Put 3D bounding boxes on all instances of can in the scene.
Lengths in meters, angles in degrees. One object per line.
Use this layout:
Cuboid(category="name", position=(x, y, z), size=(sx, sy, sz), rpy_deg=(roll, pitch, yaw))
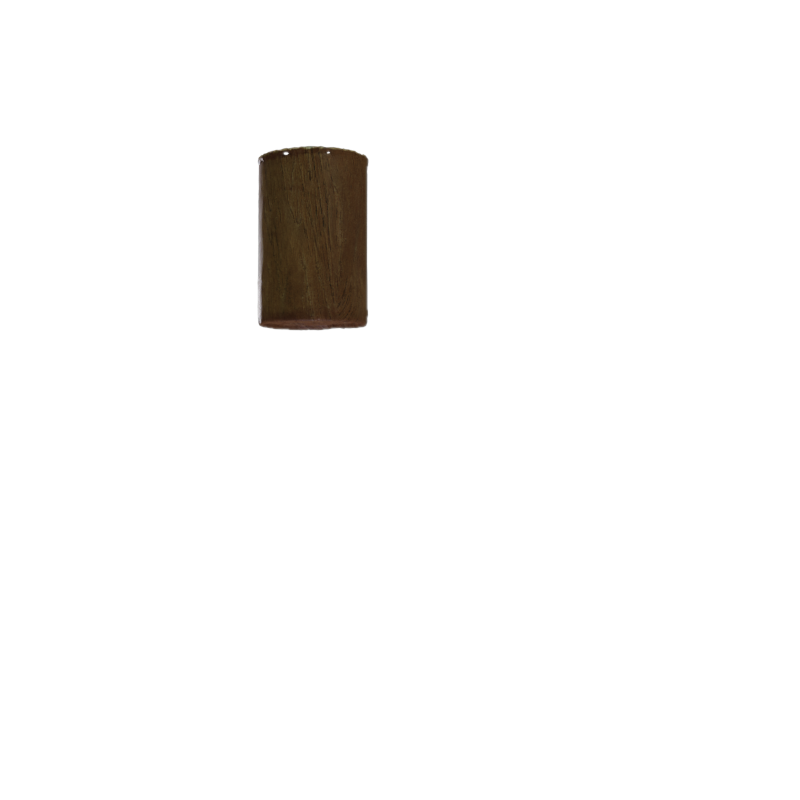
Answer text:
Cuboid(category="can", position=(-0.052, -0.096, 0.670), size=(0.068, 0.104, 0.067), rpy_deg=(0, -7, -2))
